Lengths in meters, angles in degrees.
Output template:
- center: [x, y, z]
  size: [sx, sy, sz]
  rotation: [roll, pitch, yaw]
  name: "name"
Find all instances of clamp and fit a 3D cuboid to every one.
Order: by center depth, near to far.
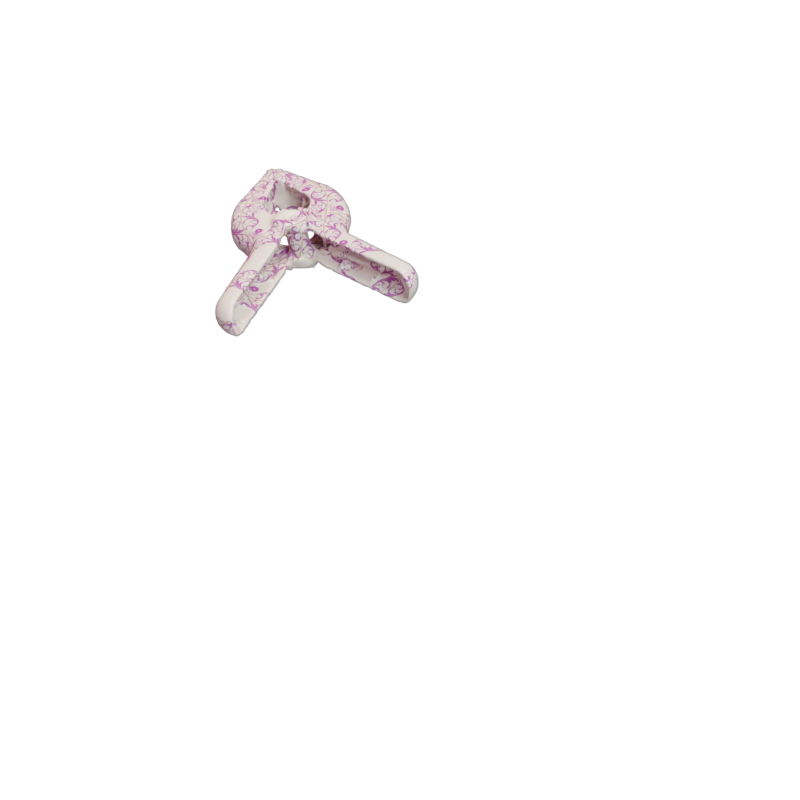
- center: [-0.055, -0.101, 0.708]
  size: [0.120, 0.037, 0.184]
  rotation: [-3, 38, -4]
  name: "clamp"
